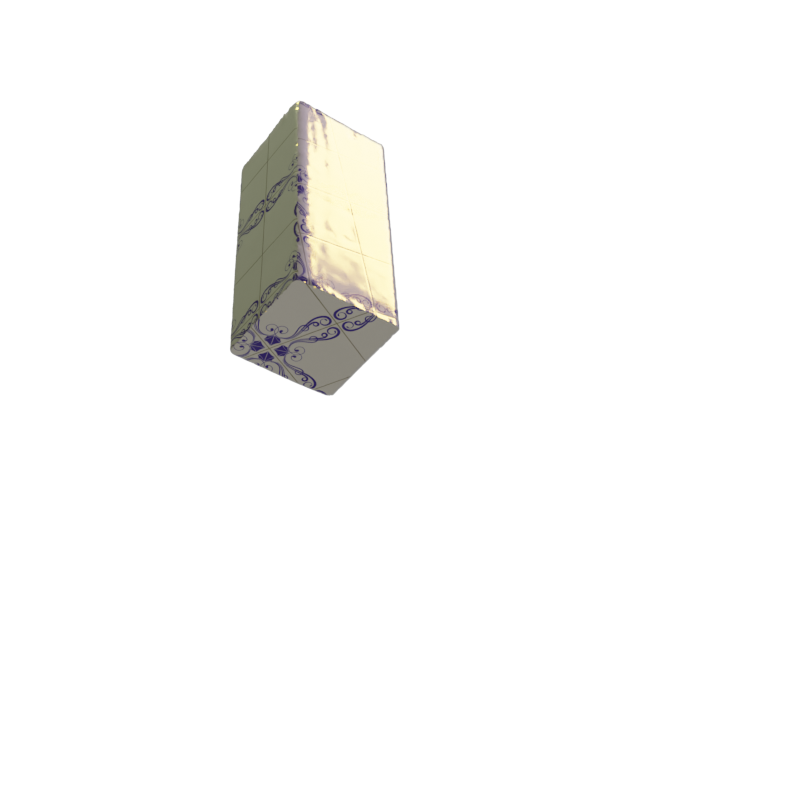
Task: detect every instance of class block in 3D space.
[{"bbox_3d":[-0.067,-0.121,0.848,0.086,0.221,0.089,24,-50,-26],"label":"block"}]
